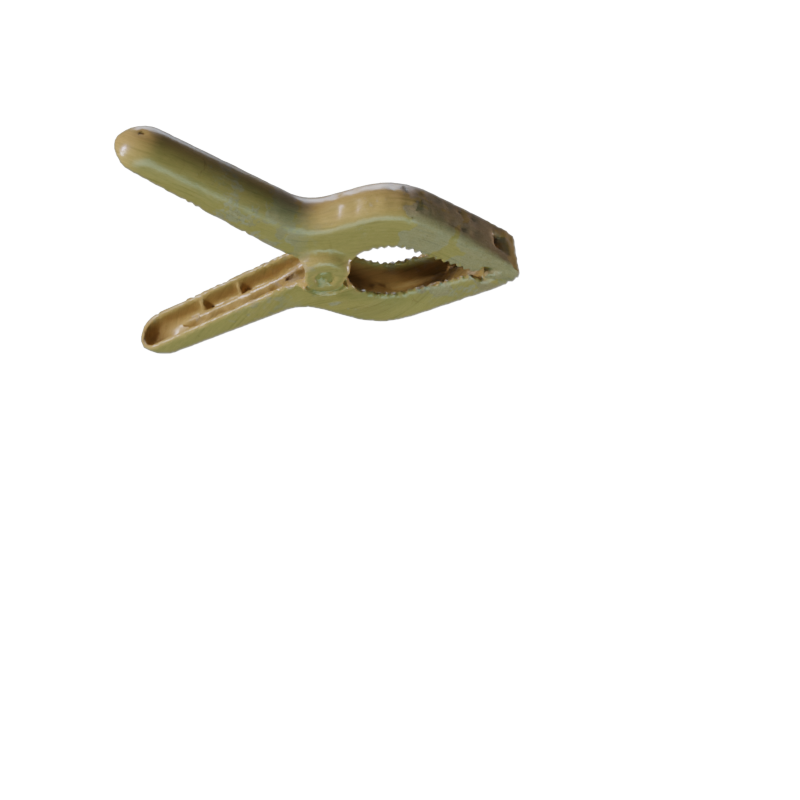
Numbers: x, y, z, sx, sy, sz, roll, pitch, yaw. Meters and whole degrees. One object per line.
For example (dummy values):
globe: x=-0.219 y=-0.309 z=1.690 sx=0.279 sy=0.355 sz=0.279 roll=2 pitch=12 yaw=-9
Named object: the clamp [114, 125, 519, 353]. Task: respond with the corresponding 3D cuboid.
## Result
clamp: x=-0.045 y=-0.082 z=0.571 sx=0.211 sy=0.039 sz=0.153 roll=-2 pitch=-35 yaw=3
